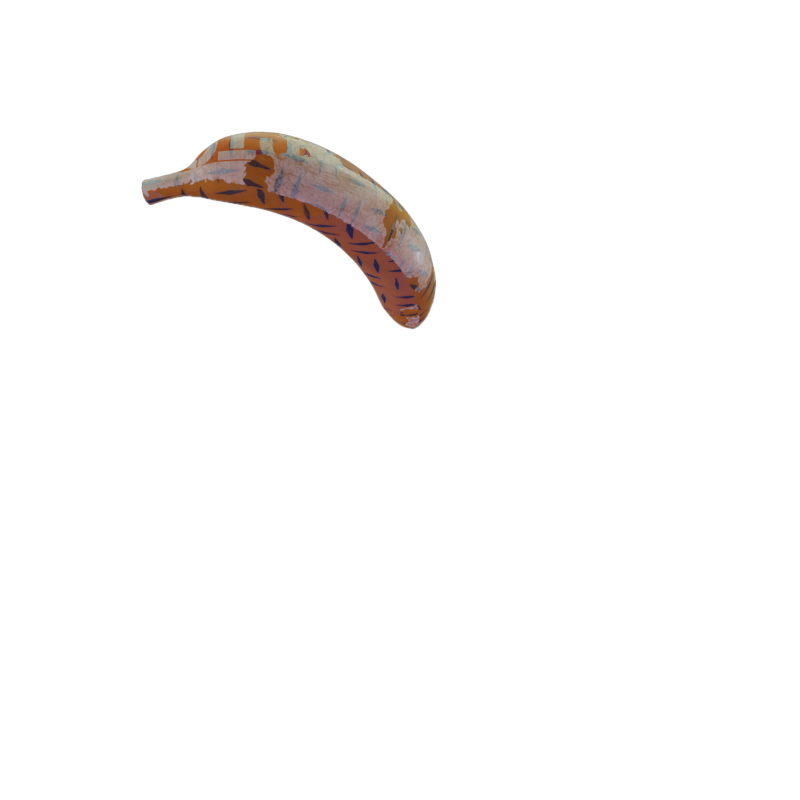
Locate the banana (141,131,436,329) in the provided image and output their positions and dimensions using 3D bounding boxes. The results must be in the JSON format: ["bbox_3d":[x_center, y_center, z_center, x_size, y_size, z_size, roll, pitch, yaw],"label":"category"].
[{"bbox_3d":[-0.033,-0.089,0.561,0.070,0.039,0.185,-24,-36,38],"label":"banana"}]
